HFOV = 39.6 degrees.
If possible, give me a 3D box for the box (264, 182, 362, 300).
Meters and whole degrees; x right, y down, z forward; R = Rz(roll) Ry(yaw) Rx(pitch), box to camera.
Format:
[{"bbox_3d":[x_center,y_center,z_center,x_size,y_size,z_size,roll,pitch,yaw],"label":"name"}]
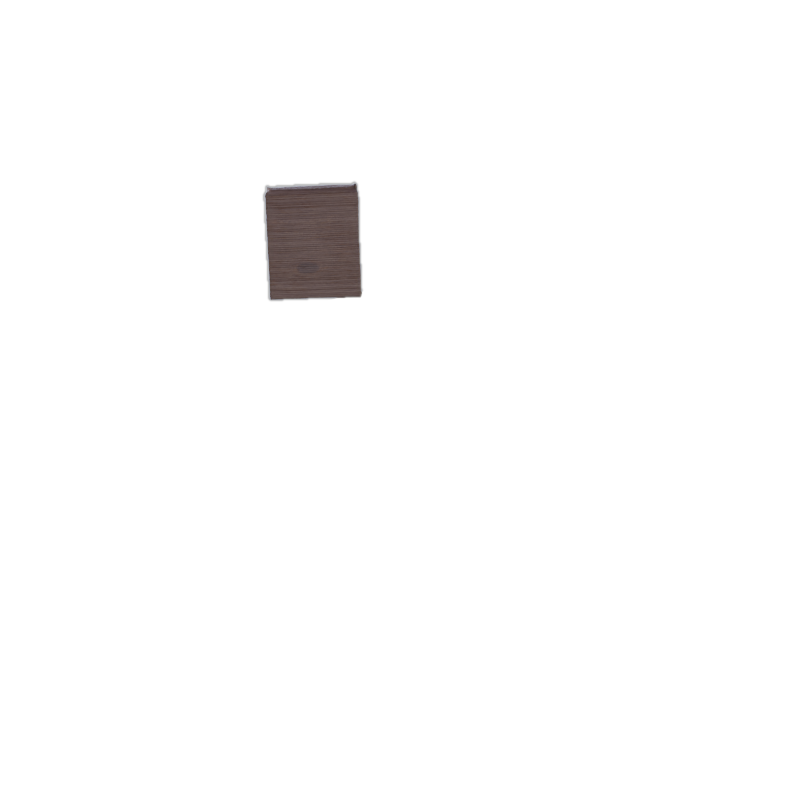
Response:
[{"bbox_3d":[-0.068,-0.125,0.873,0.073,0.086,0.031,-2,15,0],"label":"box"}]
